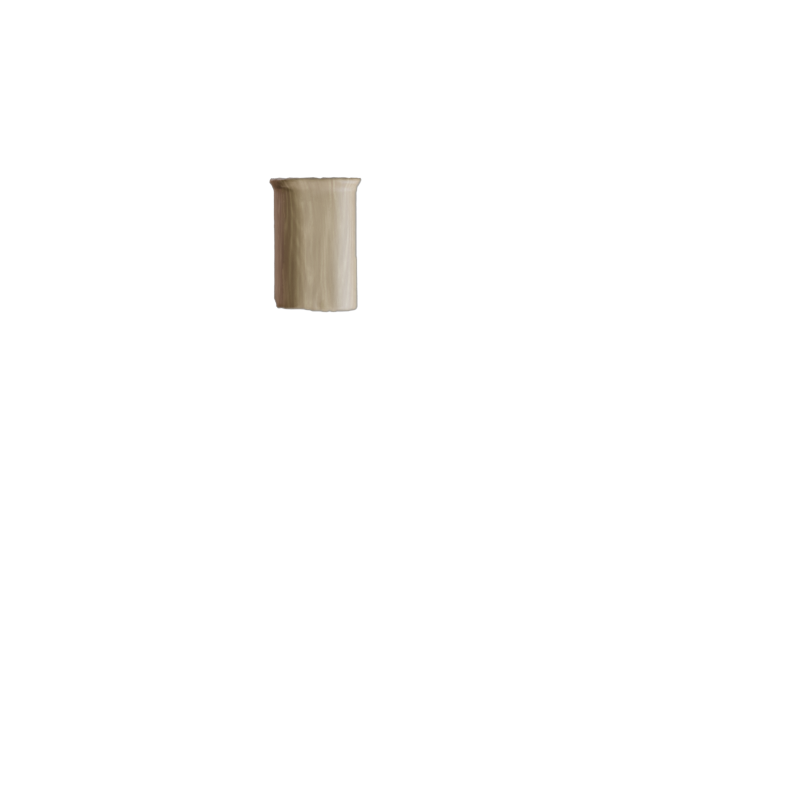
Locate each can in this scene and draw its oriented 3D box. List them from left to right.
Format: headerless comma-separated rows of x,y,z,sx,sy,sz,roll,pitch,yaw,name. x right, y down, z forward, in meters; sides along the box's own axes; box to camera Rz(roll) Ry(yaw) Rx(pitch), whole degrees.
-0.057,-0.104,0.730,0.057,0.083,0.104,0,7,-6,can
